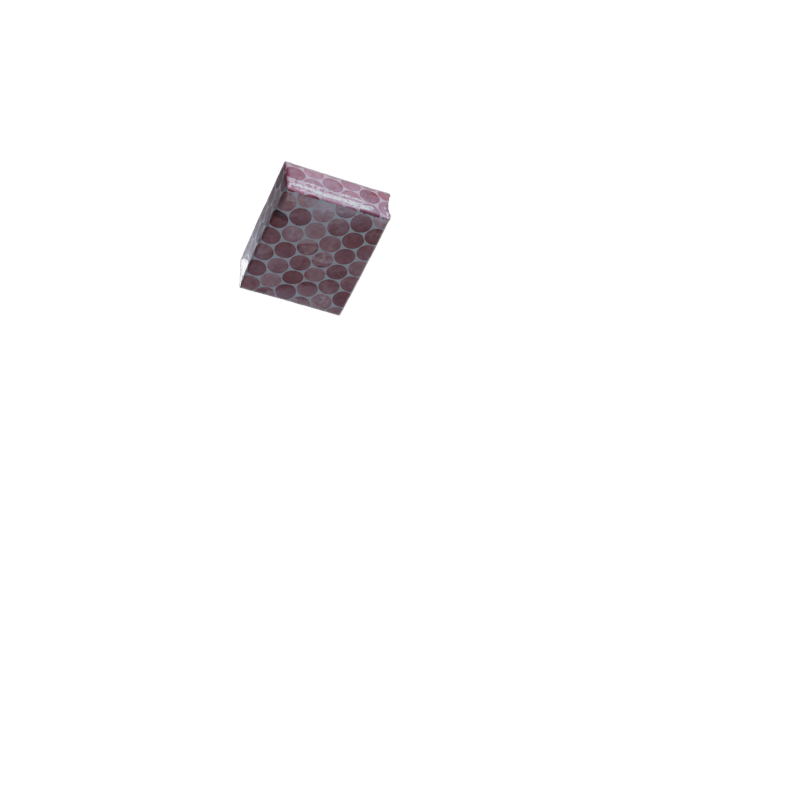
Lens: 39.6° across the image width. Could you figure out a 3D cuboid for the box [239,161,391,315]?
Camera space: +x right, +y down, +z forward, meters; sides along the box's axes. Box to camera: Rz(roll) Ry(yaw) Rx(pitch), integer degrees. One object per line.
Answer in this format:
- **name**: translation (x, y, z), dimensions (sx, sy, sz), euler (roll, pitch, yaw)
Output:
- **box**: translation (-0.069, -0.126, 0.884), dimensions (0.087, 0.042, 0.109), euler (16, -47, -17)
